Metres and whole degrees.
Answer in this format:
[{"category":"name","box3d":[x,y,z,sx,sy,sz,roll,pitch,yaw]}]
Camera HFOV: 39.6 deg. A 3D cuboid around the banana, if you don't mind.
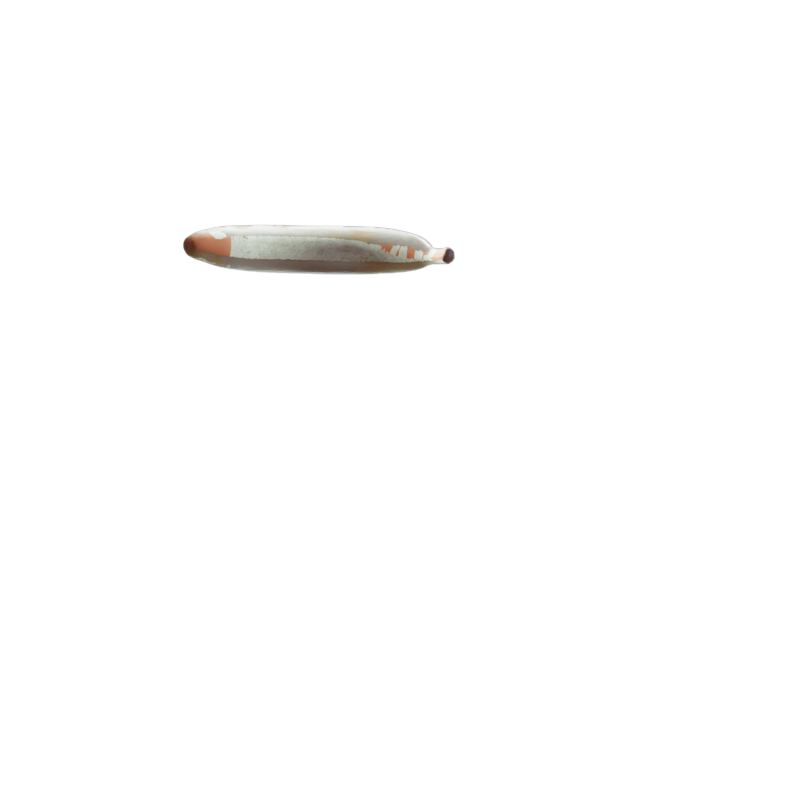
[{"category":"banana","box3d":[-0.062,-0.116,0.836,0.197,0.038,0.068,0,-5,-2]}]
